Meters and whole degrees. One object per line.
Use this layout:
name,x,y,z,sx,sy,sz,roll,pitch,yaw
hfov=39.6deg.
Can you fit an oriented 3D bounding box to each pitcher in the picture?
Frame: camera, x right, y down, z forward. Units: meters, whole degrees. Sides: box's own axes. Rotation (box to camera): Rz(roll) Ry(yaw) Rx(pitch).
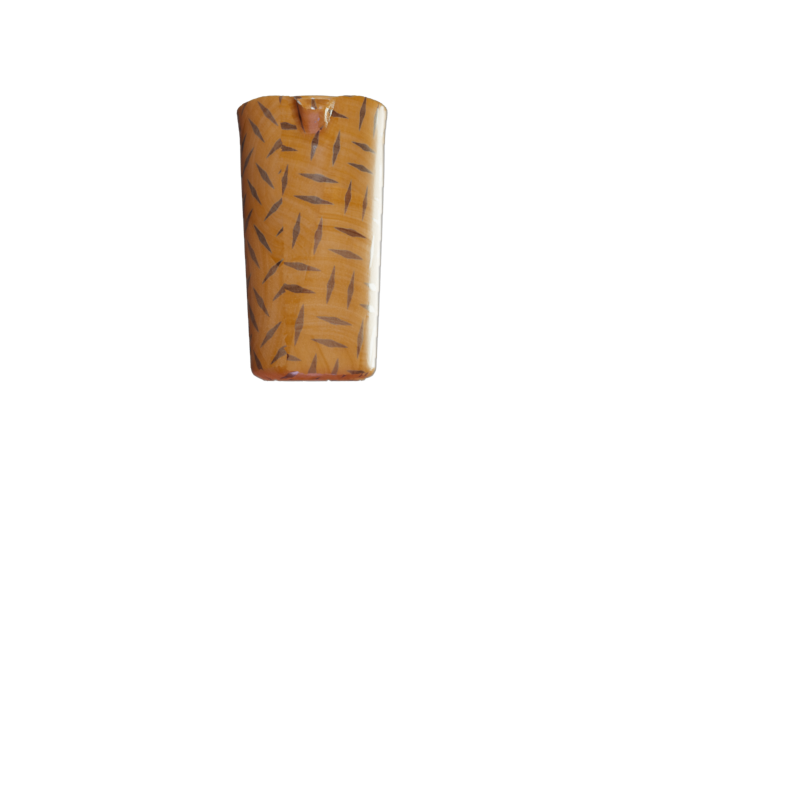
pitcher,-0.076,-0.139,0.974,0.149,0.247,0.142,-5,-8,40
